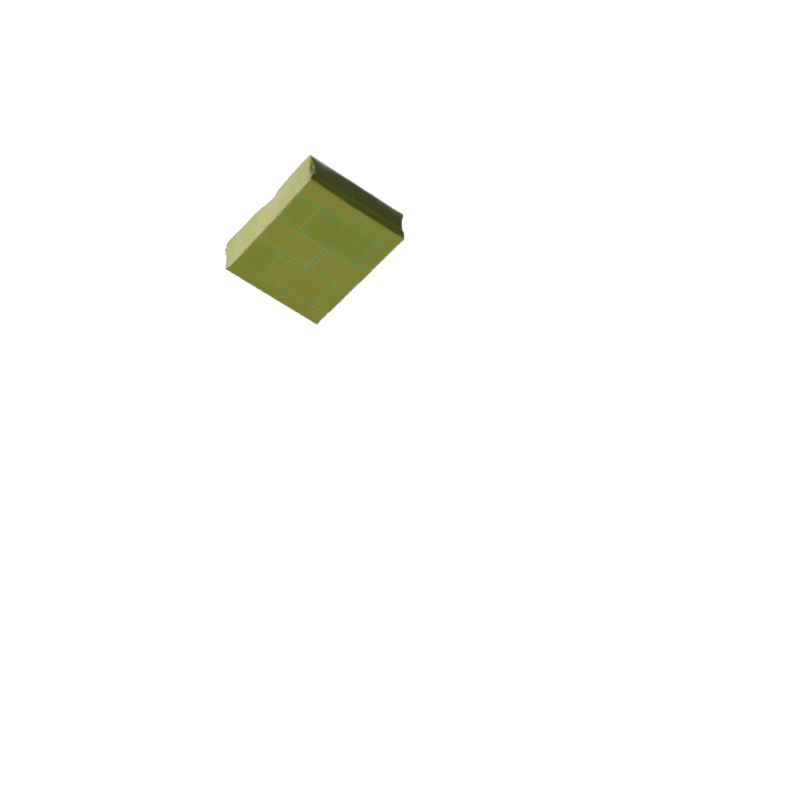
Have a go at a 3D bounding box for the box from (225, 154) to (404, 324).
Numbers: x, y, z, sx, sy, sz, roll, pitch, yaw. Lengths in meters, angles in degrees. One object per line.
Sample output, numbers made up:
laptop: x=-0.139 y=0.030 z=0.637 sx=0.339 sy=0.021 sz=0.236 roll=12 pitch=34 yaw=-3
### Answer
box: x=-0.053 y=-0.097 z=0.679 sx=0.069 sy=0.032 sz=0.088 roll=32 pitch=-56 yaw=-25
